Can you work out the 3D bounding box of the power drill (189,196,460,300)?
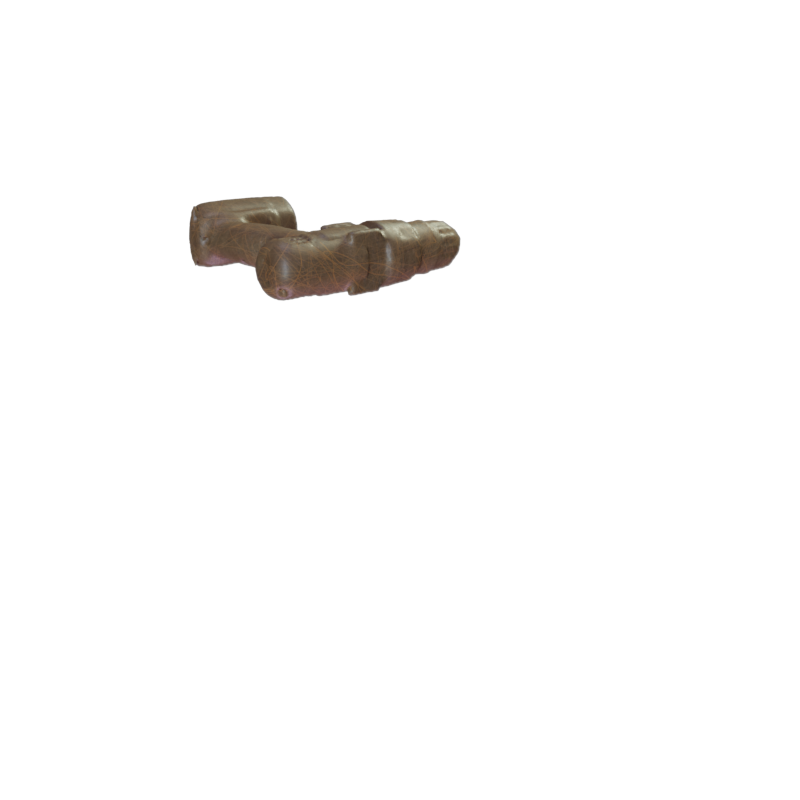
[{"bbox_3d":[-0.071,-0.129,0.902,0.180,0.056,0.198,-12,20,-37],"label":"power drill"}]
